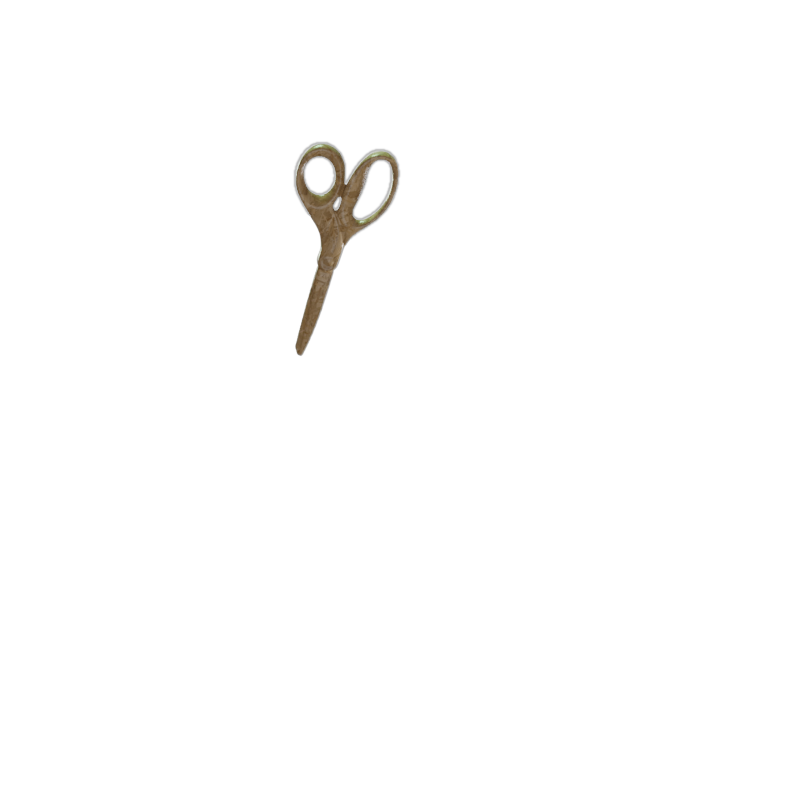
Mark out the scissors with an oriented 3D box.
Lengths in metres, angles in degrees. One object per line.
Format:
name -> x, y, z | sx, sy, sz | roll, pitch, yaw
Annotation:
scissors -> -0.075, -0.137, 0.962 | 0.094, 0.197, 0.016 | 31, 18, -12
